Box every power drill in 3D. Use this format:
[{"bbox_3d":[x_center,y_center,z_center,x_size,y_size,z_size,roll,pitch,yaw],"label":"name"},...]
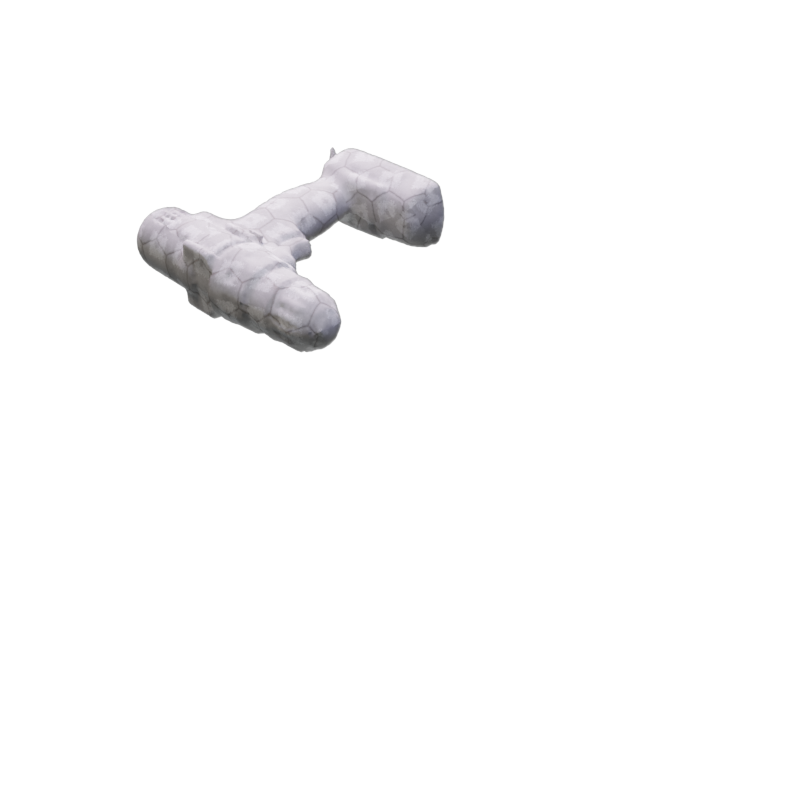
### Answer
[{"bbox_3d":[-0.059,-0.108,0.755,0.187,0.054,0.197,-28,43,-35],"label":"power drill"}]
